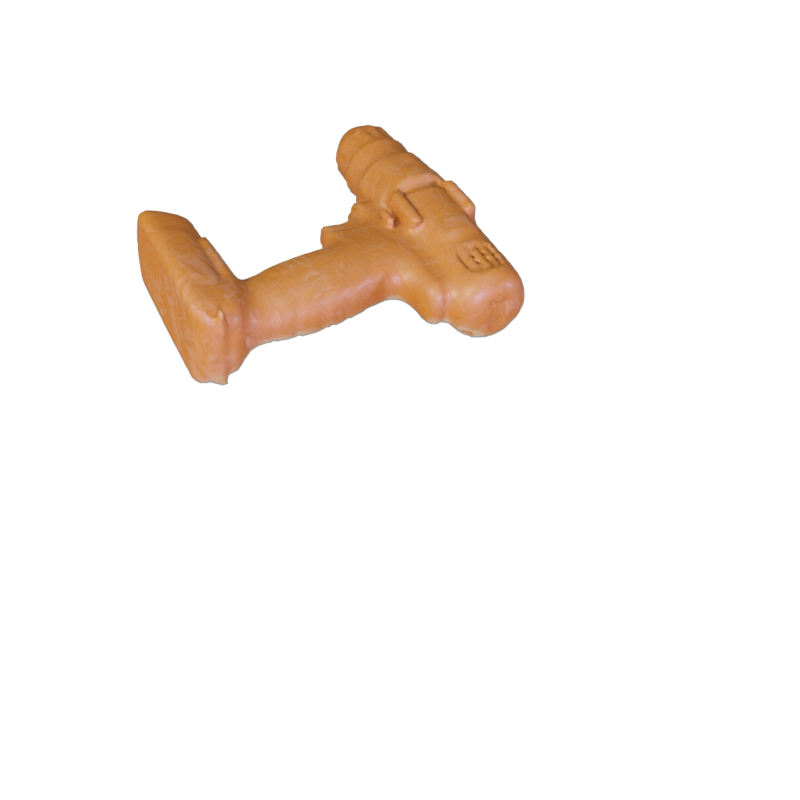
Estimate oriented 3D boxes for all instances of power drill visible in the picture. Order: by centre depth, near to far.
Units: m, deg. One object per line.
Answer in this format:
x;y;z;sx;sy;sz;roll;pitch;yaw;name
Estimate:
-0.049;-0.090;0.628;0.185;0.053;0.200;-17;44;-19;power drill
